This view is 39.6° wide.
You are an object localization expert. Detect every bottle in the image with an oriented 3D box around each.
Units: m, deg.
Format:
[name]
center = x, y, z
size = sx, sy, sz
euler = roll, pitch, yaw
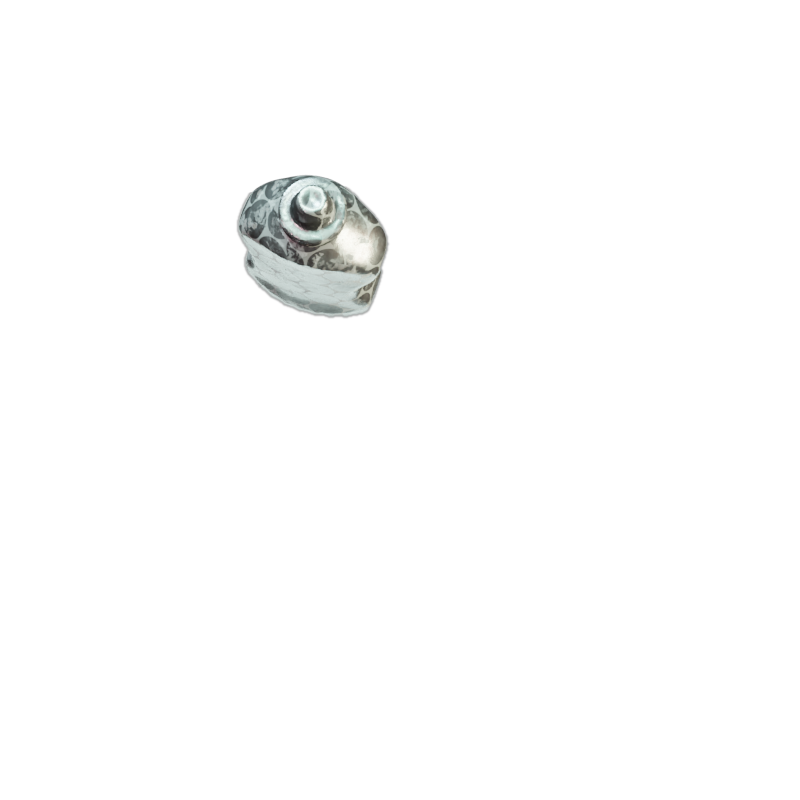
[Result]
[bottle]
center = -0.057, -0.103, 0.724
size = 0.097, 0.060, 0.187
euler = 22, -9, 0
